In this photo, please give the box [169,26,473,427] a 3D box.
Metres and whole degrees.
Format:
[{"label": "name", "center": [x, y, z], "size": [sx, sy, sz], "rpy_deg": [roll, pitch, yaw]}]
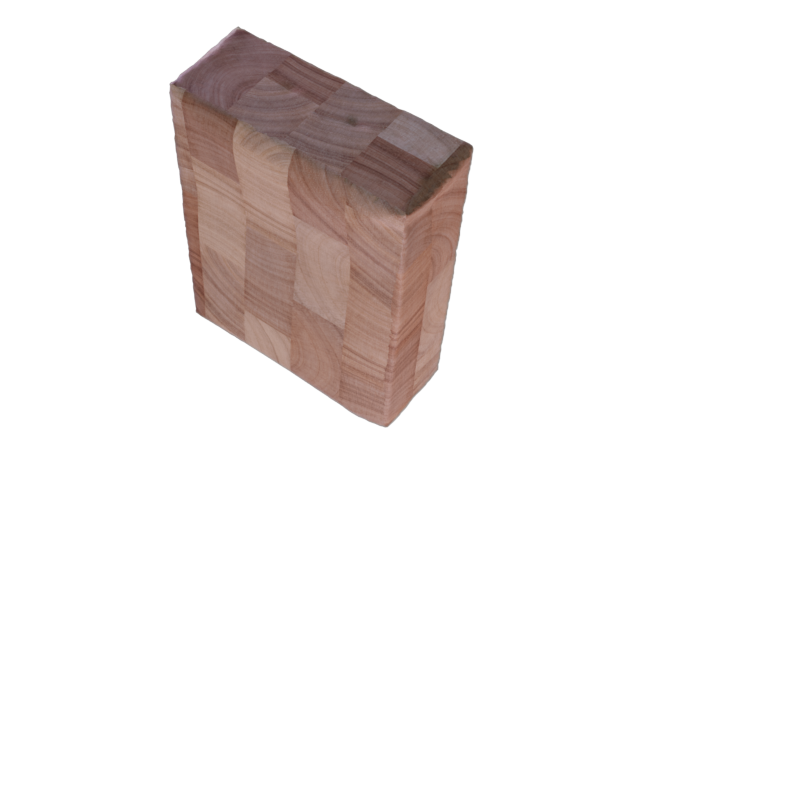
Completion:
[{"label": "box", "center": [-0.053, -0.096, 0.673], "size": [0.172, 0.073, 0.200], "rpy_deg": [32, -31, 19]}]
